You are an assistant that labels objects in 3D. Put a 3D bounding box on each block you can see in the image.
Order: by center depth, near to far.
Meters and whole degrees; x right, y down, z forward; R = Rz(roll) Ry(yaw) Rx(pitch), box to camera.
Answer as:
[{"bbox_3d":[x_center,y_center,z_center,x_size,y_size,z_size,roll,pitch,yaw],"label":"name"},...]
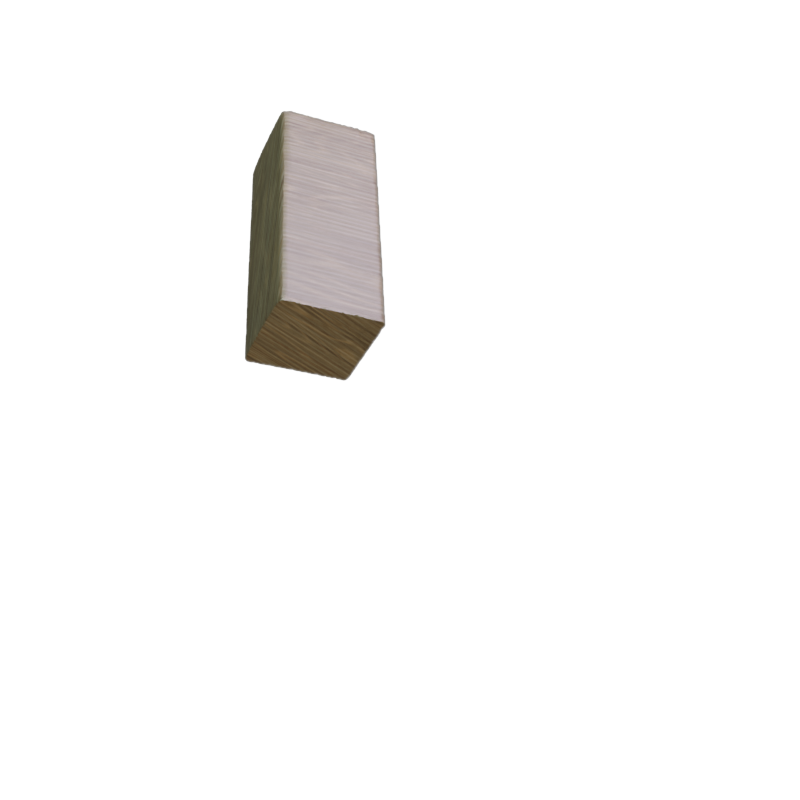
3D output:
[{"bbox_3d":[-0.073,-0.134,0.936,0.088,0.221,0.087,12,-39,-19],"label":"block"}]
